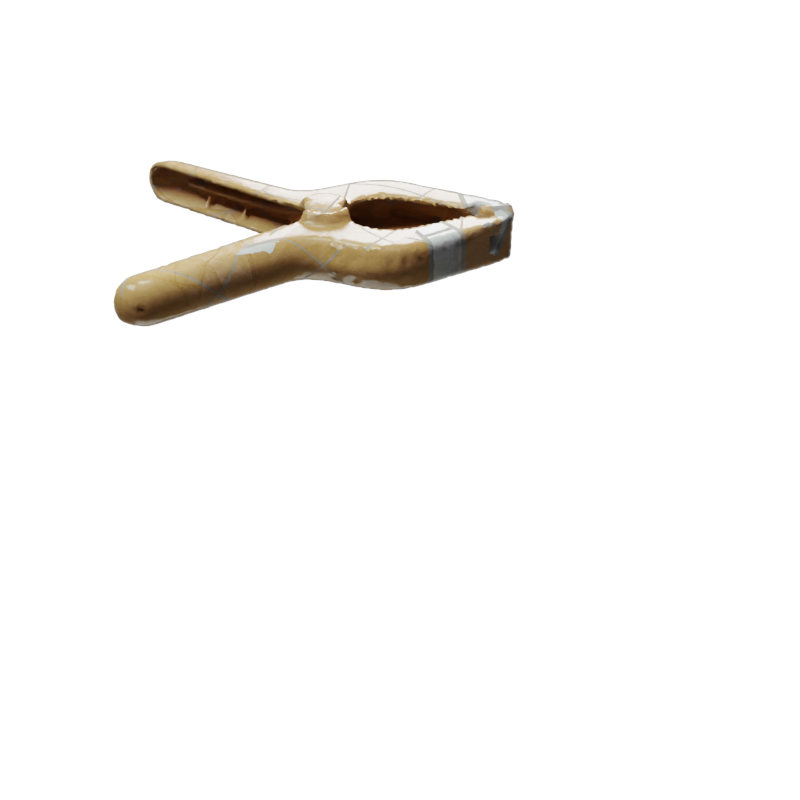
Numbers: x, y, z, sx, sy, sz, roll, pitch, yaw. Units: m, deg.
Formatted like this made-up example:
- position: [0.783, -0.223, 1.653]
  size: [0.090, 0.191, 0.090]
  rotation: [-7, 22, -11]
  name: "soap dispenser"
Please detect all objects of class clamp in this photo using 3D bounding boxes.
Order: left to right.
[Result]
- position: [-0.046, -0.083, 0.584]
  size: [0.211, 0.034, 0.174]
  rotation: [2, 33, 3]
  name: "clamp"
